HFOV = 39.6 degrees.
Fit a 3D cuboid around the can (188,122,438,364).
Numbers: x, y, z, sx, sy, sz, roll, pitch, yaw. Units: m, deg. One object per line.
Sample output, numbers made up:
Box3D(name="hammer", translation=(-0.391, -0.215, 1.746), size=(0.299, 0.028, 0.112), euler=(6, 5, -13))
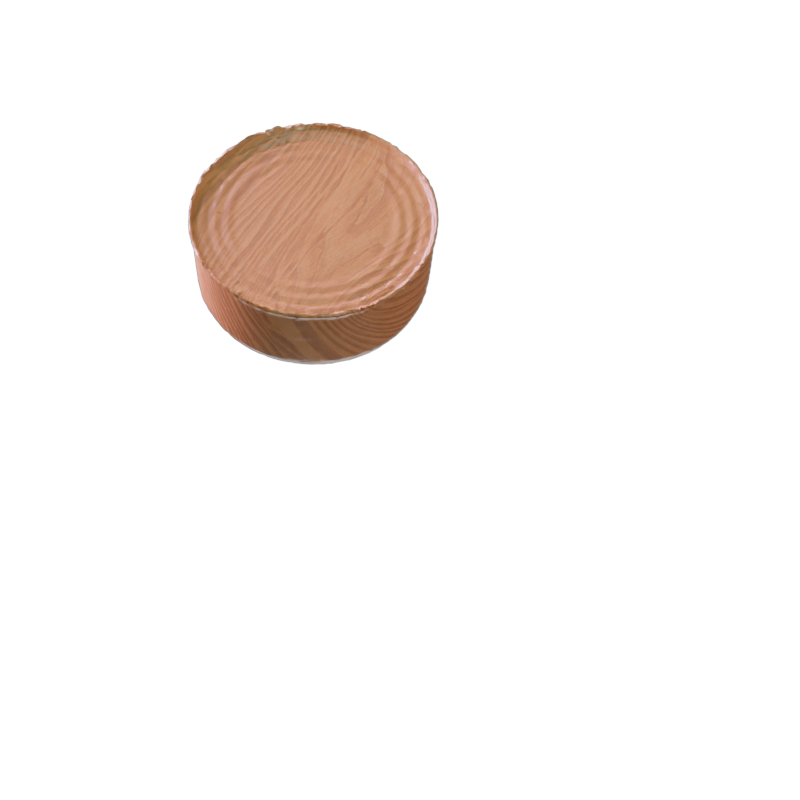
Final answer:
Box3D(name="can", translation=(-0.031, -0.056, 0.392), size=(0.086, 0.092, 0.031), euler=(-1, -35, -1))
